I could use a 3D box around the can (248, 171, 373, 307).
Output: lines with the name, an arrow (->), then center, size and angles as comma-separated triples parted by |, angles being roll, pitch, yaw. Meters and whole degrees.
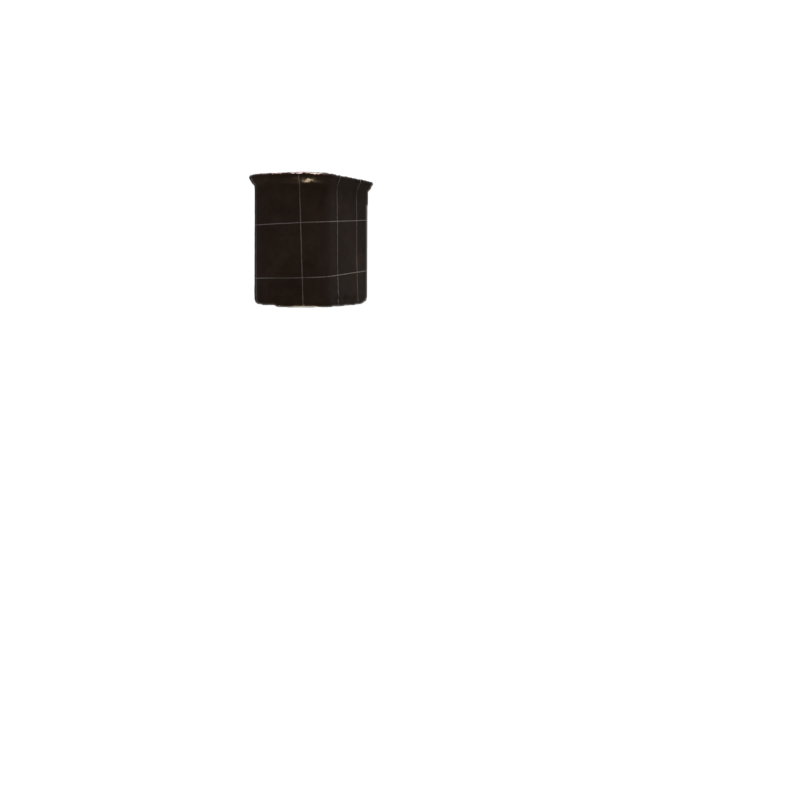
can -> -0.057, -0.104, 0.730 | 0.059, 0.084, 0.100 | 1, 4, 21
